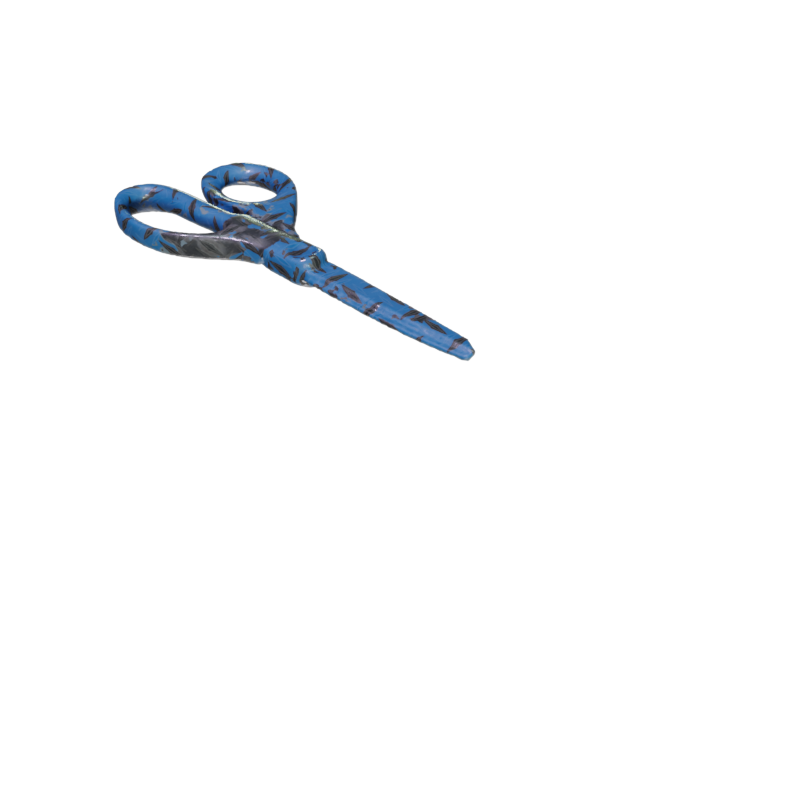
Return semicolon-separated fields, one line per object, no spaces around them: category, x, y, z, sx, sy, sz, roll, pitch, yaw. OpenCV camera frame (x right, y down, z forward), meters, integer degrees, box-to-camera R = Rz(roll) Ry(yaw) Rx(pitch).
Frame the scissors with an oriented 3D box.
scissors;-0.039;-0.072;0.503;0.212;0.015;0.098;19;39;26
